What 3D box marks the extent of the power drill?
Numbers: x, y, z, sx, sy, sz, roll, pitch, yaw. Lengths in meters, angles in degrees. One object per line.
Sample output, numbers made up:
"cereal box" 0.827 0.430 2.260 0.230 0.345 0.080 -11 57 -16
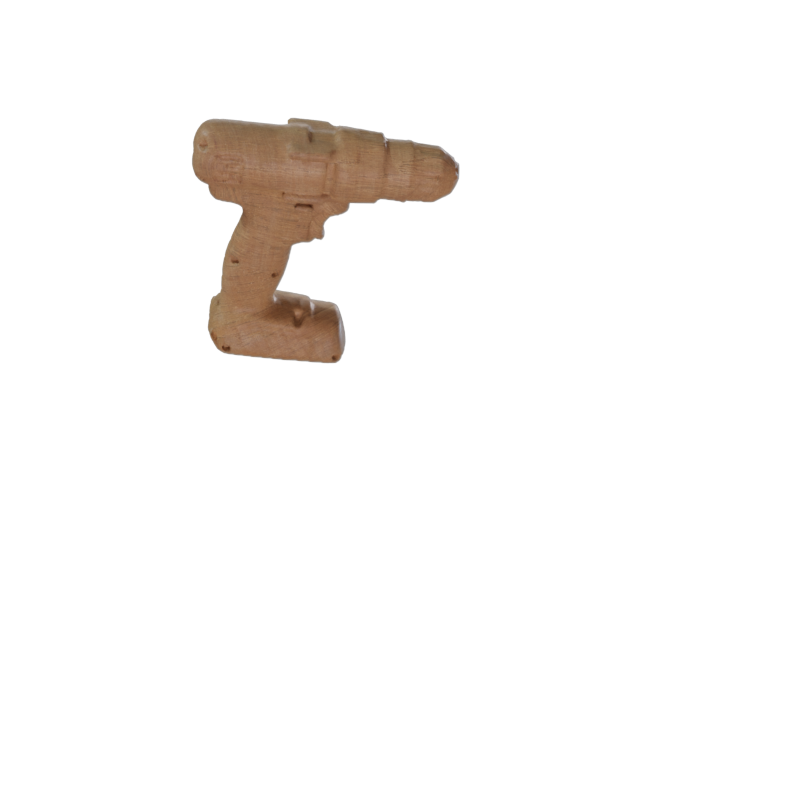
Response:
"power drill" -0.063 -0.114 0.801 0.183 0.177 0.061 7 36 -6
